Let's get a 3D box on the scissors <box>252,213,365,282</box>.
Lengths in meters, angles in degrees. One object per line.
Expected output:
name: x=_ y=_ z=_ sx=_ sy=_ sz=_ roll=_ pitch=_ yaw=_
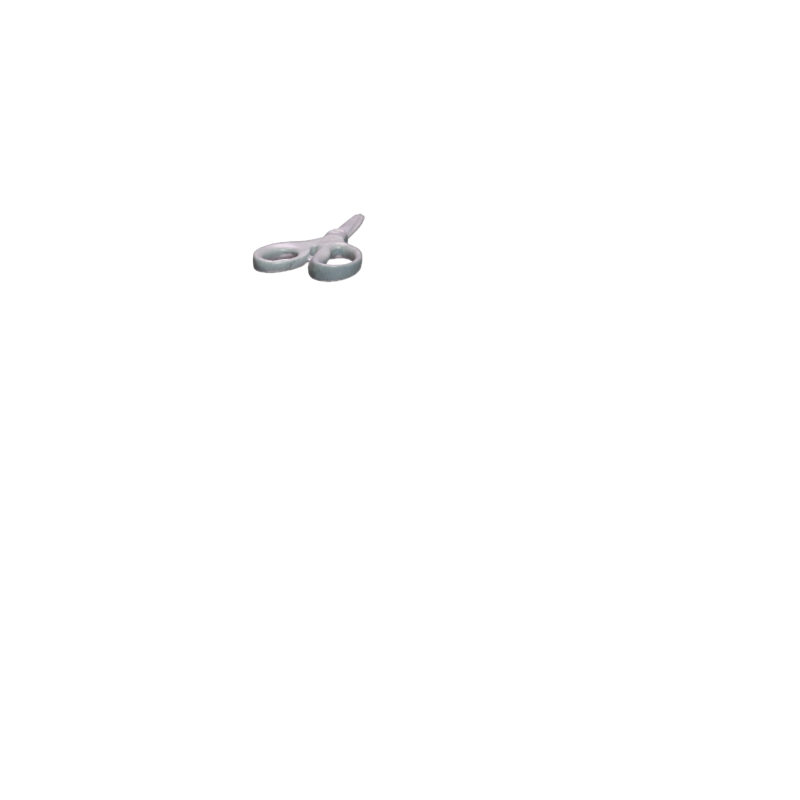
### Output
scissors: x=-0.073 y=-0.134 z=0.938 sx=0.096 sy=0.015 sz=0.211 roll=-1 pitch=21 yaw=-3
